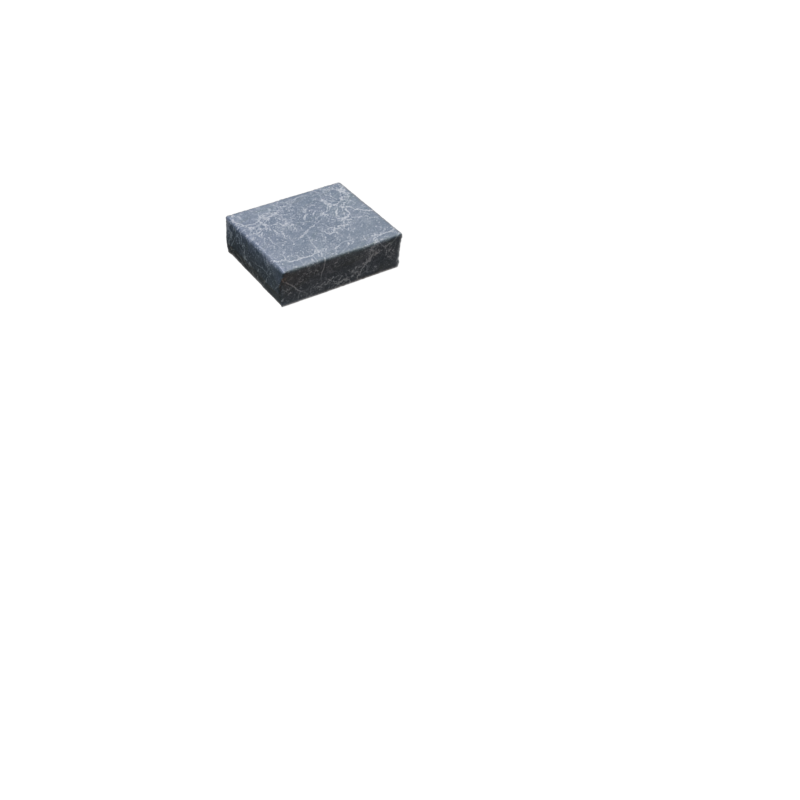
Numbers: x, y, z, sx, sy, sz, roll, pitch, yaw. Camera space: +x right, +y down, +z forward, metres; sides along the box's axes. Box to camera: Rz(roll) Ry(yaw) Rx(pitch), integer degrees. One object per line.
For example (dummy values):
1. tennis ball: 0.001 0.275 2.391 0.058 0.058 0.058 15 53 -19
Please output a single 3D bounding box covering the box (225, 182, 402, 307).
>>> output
1. box: -0.069 -0.126 0.882 0.112 0.036 0.097 -24 45 -26
